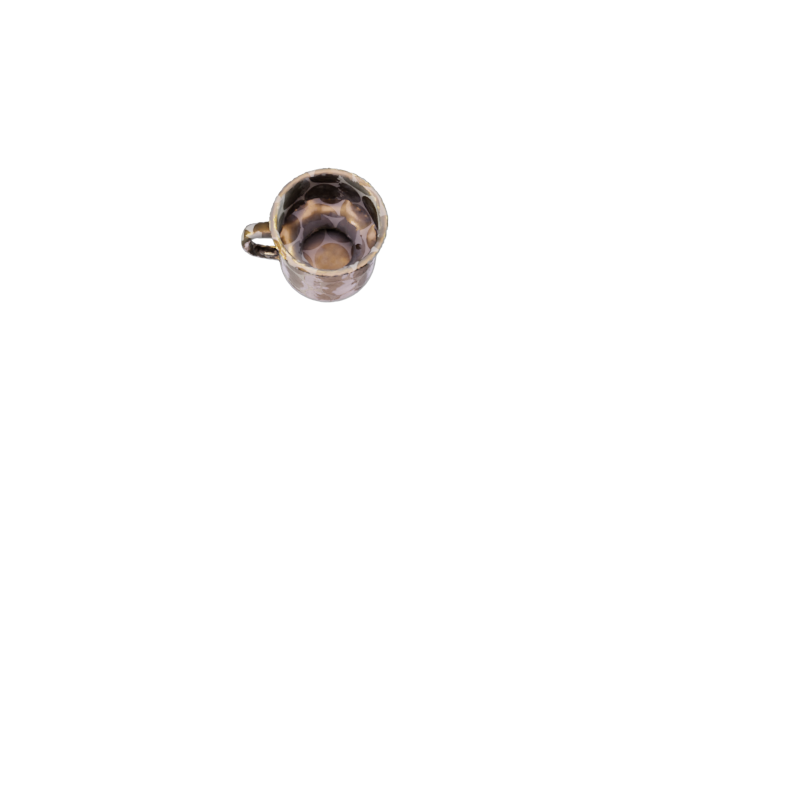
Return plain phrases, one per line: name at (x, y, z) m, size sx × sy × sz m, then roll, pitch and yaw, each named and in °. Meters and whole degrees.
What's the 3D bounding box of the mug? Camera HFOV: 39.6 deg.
mug at (-0.071, -0.129, 0.902) m, size 0.117 × 0.098 × 0.078 m, roll -4°, pitch -19°, yaw -3°
